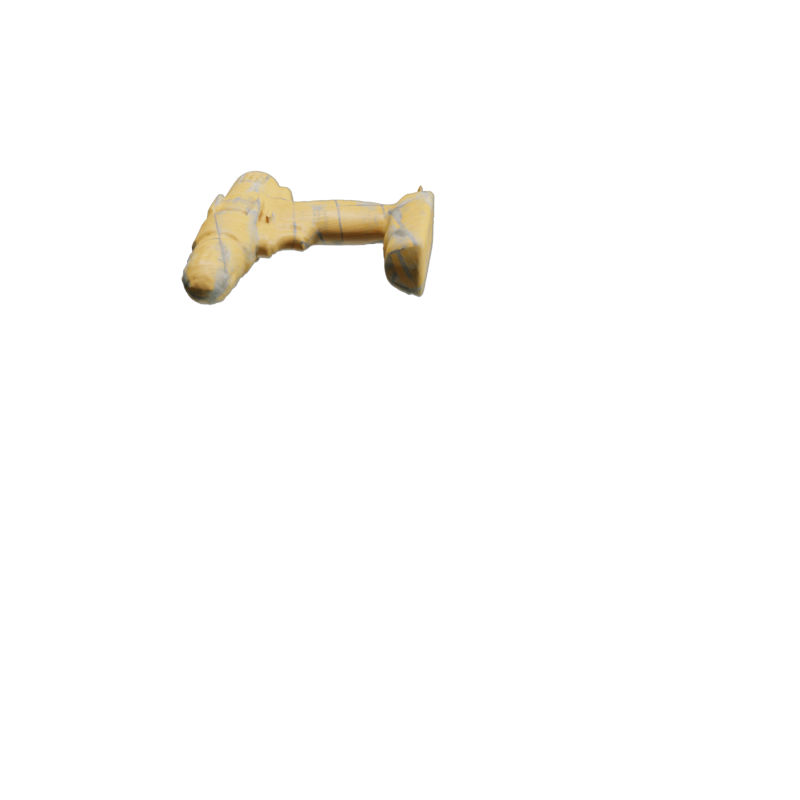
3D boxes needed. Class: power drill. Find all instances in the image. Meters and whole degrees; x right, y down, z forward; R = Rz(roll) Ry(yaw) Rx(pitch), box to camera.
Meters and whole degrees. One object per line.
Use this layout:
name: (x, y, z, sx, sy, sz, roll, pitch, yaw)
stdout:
power drill: (-0.070, -0.128, 0.896, 0.190, 0.054, 0.194, 6, 36, 8)
